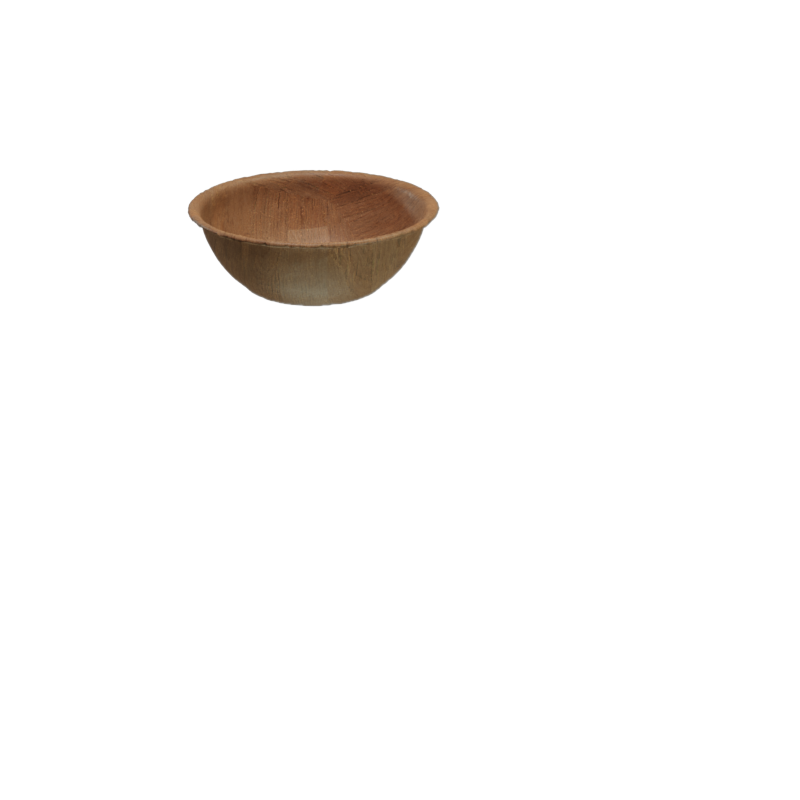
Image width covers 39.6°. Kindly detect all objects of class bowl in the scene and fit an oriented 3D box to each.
[{"bbox_3d":[-0.057,-0.103,0.724,0.162,0.052,0.171,-1,26,-2],"label":"bowl"}]
